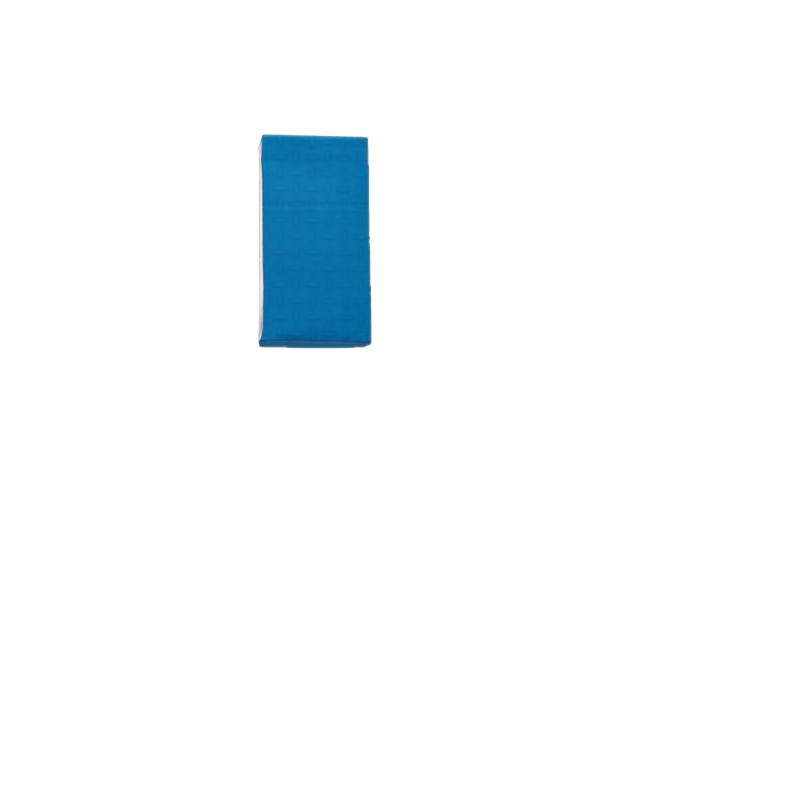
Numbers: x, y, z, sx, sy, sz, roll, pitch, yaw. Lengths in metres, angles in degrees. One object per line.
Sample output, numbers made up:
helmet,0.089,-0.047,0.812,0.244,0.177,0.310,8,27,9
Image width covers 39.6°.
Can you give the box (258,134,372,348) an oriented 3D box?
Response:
box,-0.073,-0.133,0.933,0.092,0.181,0.047,1,-11,-8
